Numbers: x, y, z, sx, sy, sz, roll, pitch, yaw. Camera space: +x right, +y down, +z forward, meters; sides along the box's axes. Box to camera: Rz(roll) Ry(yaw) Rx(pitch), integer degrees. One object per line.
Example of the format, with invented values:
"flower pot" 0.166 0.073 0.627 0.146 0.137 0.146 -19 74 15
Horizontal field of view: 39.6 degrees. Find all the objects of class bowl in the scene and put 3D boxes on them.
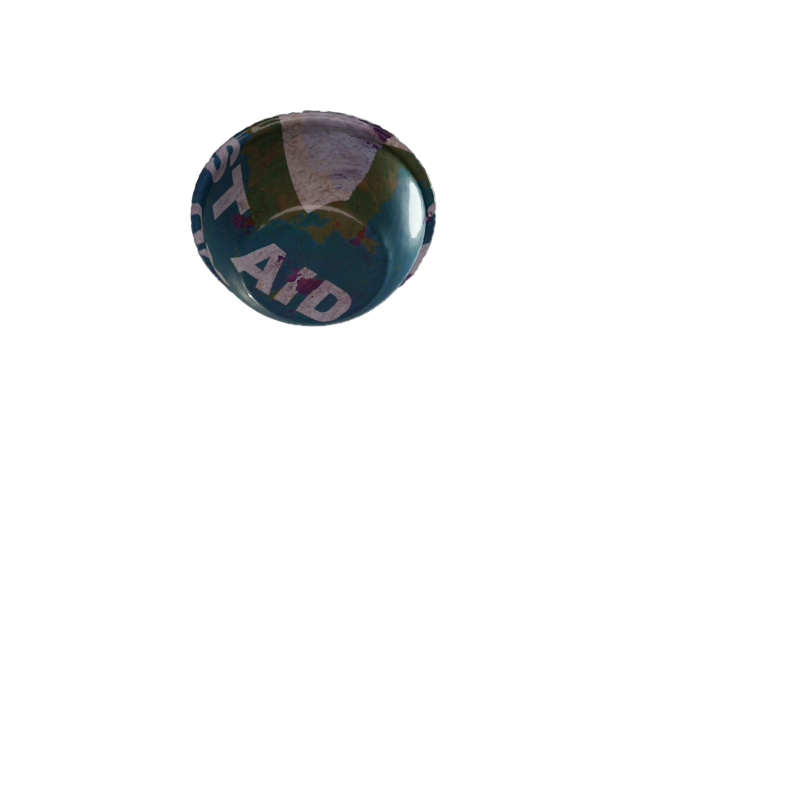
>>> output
"bowl" -0.055 -0.101 0.706 0.162 0.151 0.059 1 38 -1
